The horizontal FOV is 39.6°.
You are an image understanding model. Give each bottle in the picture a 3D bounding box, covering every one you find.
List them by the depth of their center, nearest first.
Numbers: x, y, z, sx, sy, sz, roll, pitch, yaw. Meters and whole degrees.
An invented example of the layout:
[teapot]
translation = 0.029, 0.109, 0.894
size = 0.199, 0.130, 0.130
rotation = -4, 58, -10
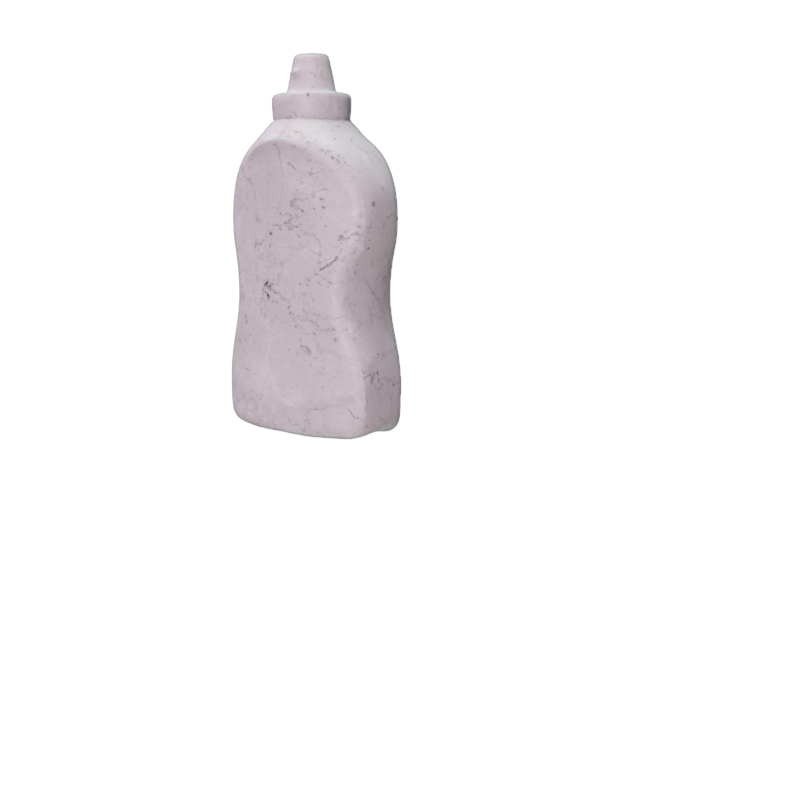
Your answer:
[bottle]
translation = -0.045, -0.082, 0.572
size = 0.100, 0.191, 0.056
rotation = 3, 4, 43
